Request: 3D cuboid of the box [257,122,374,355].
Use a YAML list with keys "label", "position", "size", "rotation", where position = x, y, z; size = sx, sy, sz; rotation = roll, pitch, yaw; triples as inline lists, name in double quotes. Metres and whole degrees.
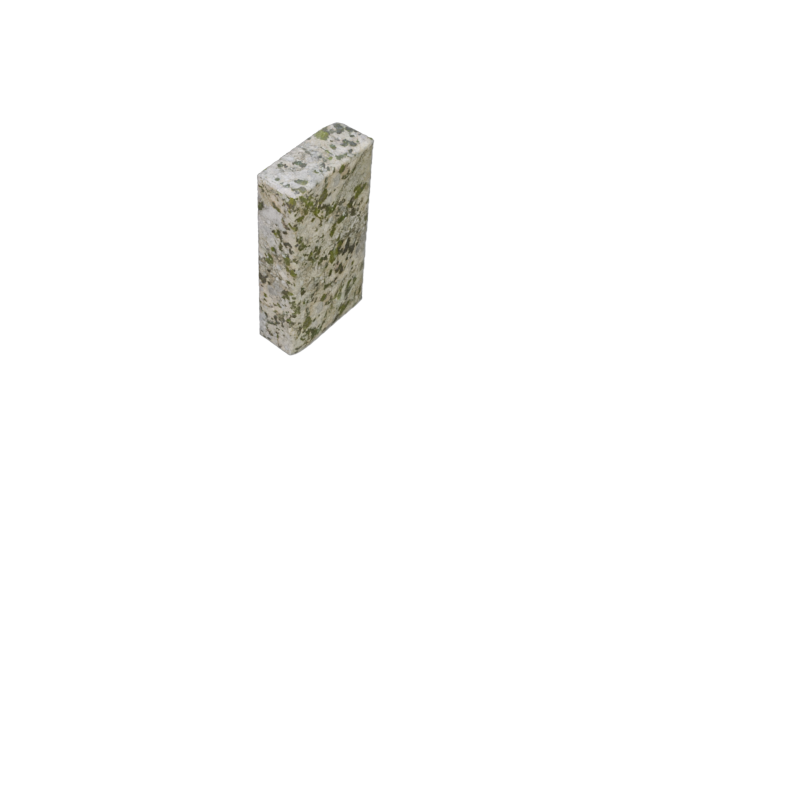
- label: "box"
  position: [-0.069, -0.125, 0.874]
  size: [0.051, 0.164, 0.095]
  rotation: [31, 52, 23]
